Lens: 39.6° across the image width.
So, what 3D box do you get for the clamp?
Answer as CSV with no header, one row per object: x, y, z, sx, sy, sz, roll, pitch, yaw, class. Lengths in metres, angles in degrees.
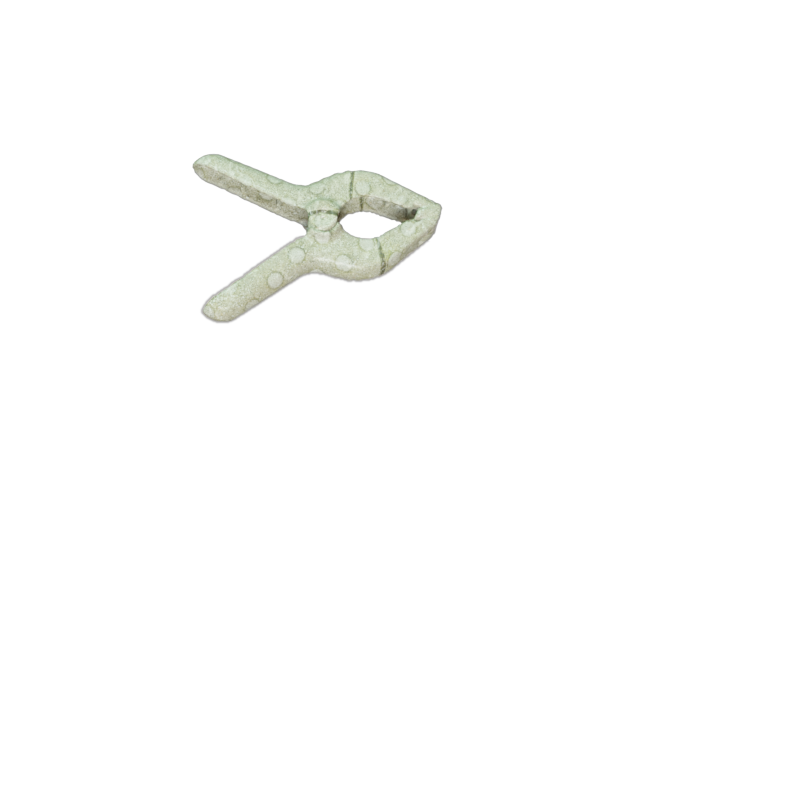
-0.058,-0.106,0.746,0.171,0.125,0.038,2,-17,0,clamp
